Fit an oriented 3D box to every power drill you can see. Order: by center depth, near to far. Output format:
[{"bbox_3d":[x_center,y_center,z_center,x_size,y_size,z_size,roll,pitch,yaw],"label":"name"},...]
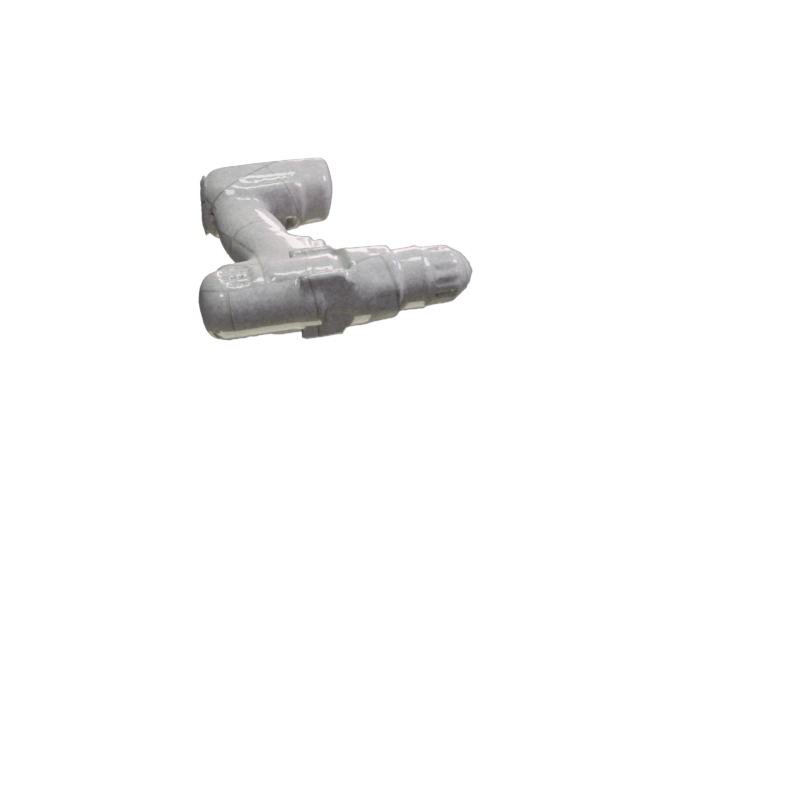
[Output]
[{"bbox_3d":[-0.062,-0.113,0.793,0.182,0.054,0.202,-8,33,-14],"label":"power drill"}]
